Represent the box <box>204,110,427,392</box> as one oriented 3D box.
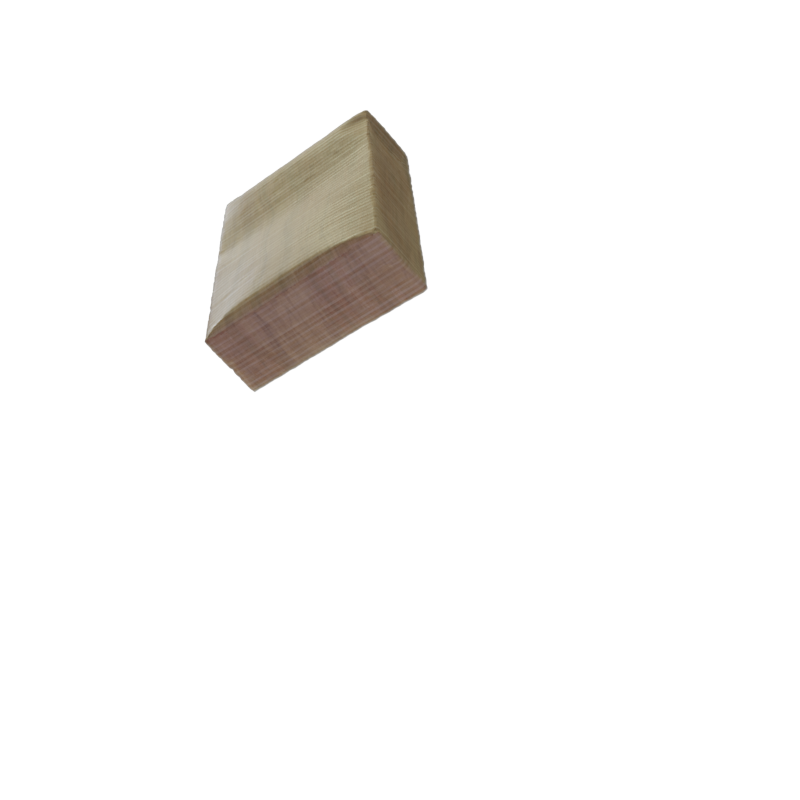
[{"bbox_3d":[-0.071,-0.129,0.906,0.164,0.067,0.229,-30,33,18],"label":"box"}]
